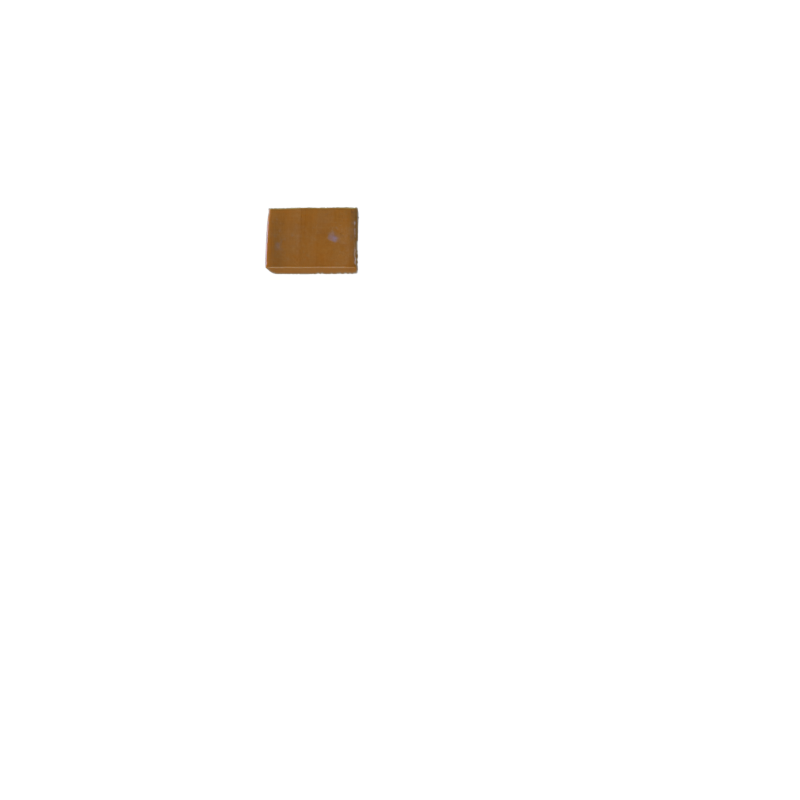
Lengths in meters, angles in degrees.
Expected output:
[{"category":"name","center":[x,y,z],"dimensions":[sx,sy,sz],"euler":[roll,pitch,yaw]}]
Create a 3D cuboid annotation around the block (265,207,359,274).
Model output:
[{"category":"block","center":[-0.074,-0.136,0.951],"dimensions":[0.078,0.052,0.052],"euler":[0,-4,2]}]
